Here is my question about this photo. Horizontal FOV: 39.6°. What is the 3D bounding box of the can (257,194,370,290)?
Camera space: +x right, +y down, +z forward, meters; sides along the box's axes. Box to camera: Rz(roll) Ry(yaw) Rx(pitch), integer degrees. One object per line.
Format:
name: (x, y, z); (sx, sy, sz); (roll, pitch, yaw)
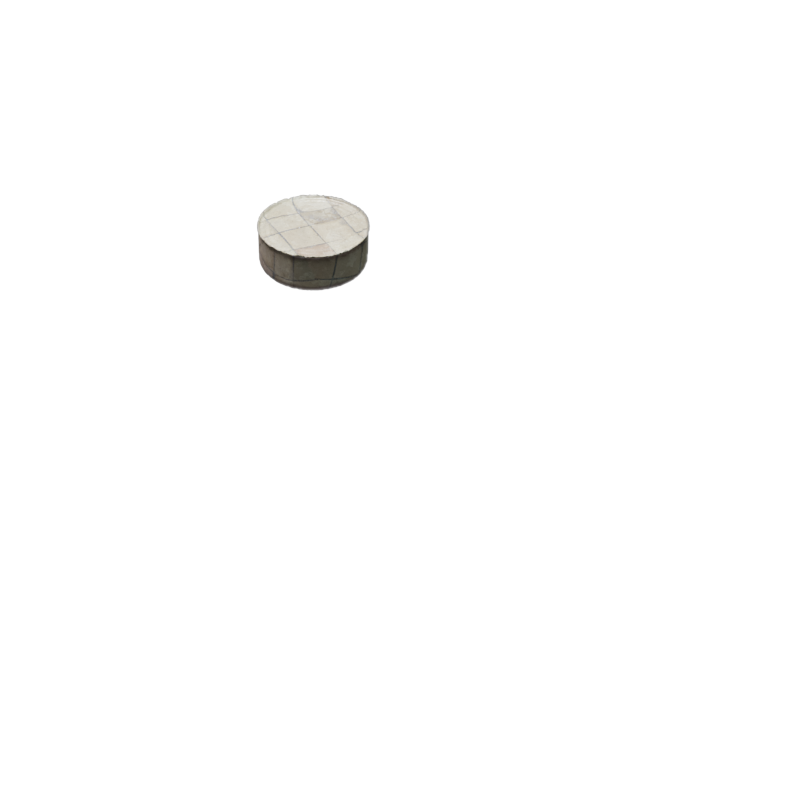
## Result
can: (-0.067, -0.121, 0.851); (0.086, 0.031, 0.092); (-1, 39, -2)
